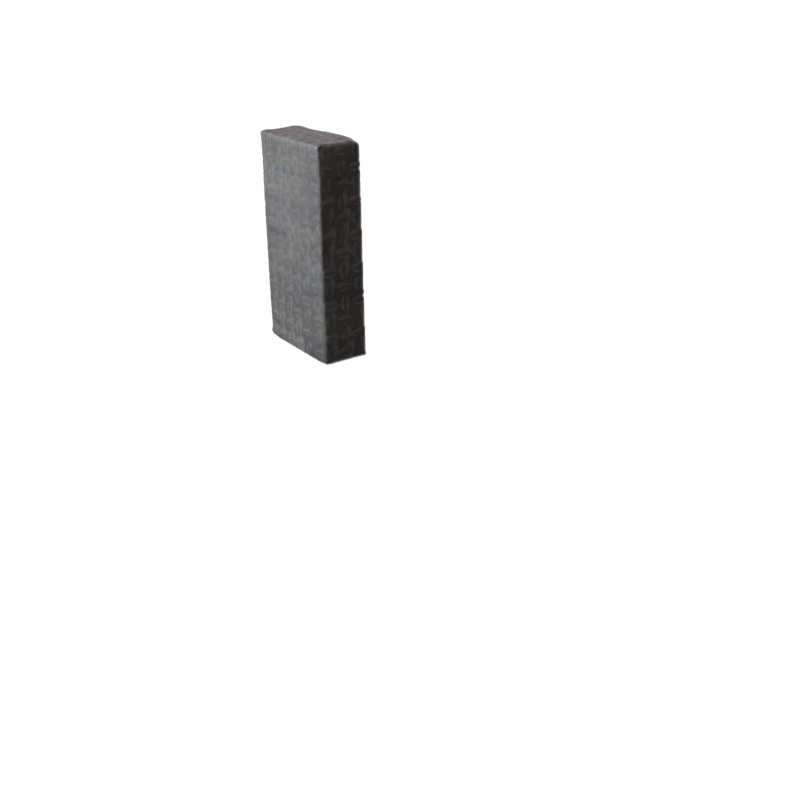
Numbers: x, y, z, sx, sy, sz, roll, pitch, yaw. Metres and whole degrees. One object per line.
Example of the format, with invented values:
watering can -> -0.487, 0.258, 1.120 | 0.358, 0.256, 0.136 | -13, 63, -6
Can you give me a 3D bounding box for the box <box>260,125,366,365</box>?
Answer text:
box -> -0.069, -0.127, 0.892 | 0.047, 0.170, 0.099 | -9, 20, -32
